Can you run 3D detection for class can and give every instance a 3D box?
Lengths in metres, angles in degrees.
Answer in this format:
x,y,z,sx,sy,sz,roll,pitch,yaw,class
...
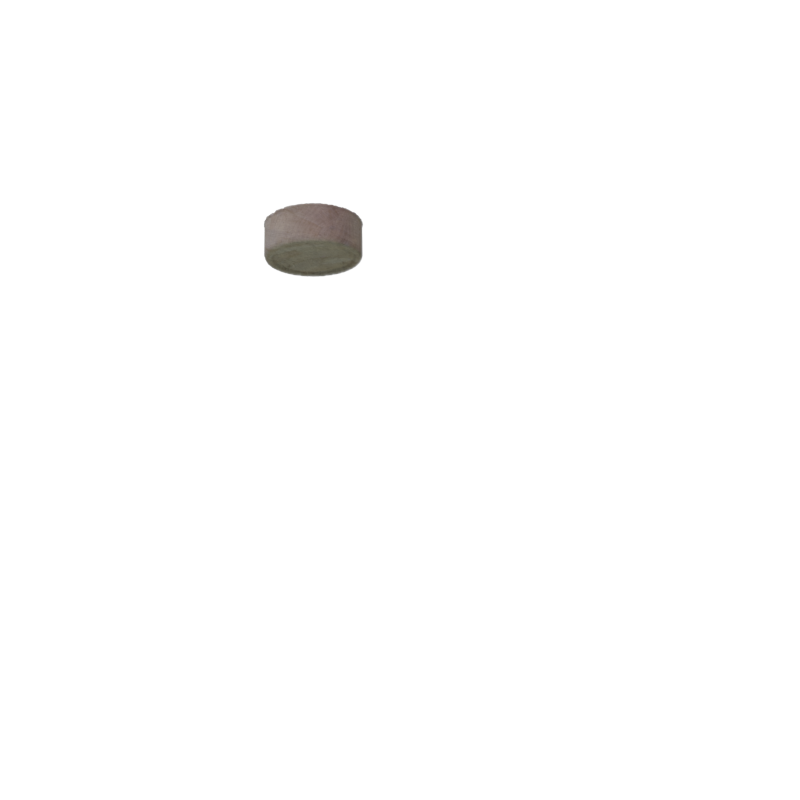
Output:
x,y,z,sx,sy,sz,roll,pitch,yaw,class
-0.075,-0.136,0.955,0.086,0.035,0.082,0,-17,-2,can
